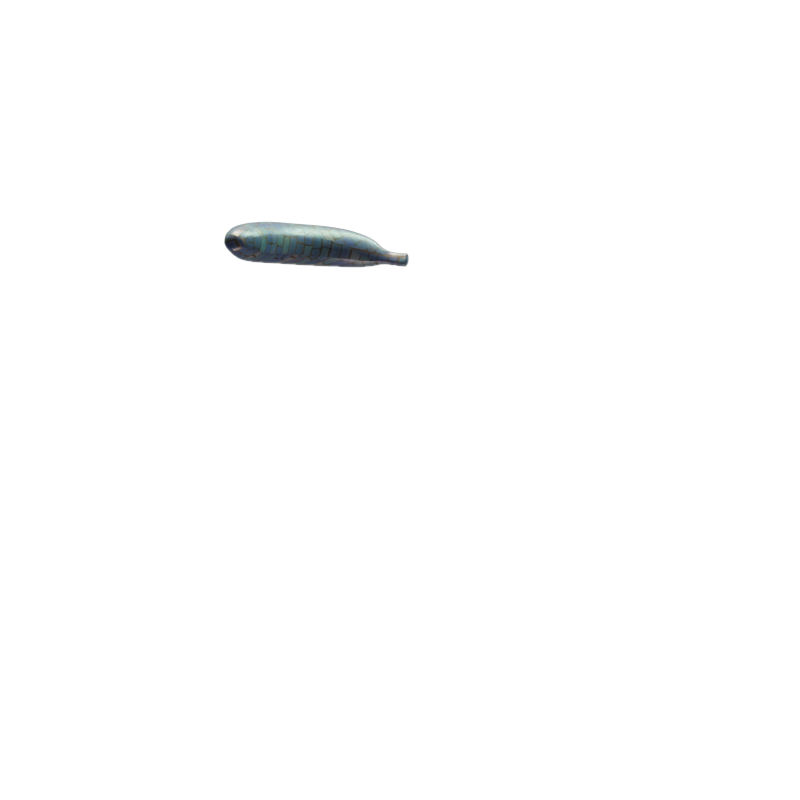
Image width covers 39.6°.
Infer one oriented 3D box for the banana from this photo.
[{"bbox_3d":[-0.085,-0.137,0.973,0.190,0.037,0.072,-3,3,-41],"label":"banana"}]
